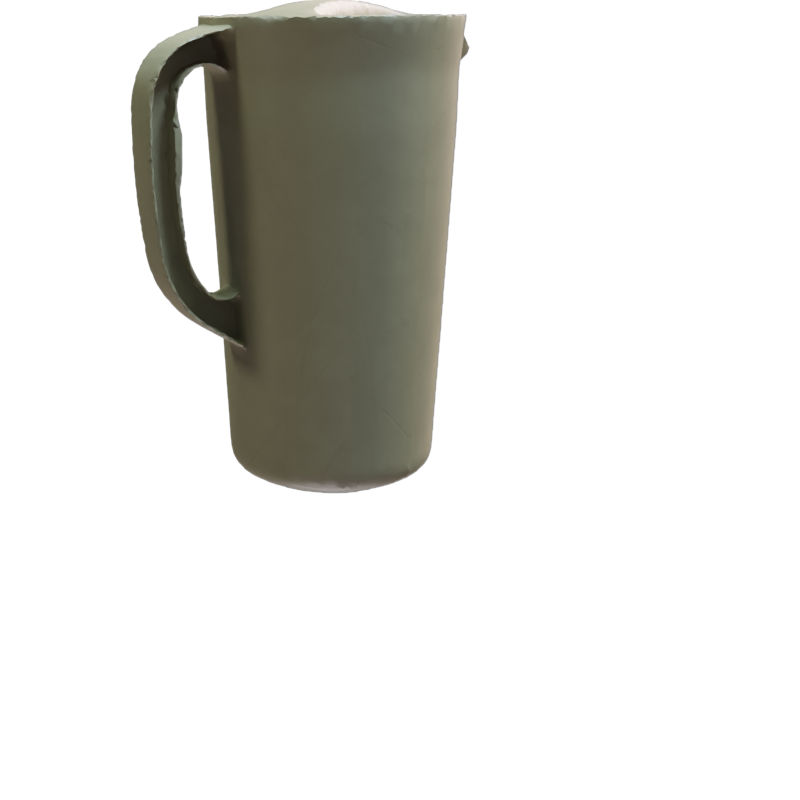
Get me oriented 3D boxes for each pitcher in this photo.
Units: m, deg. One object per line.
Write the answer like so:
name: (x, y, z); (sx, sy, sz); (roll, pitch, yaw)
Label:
pitcher: (-0.045, -0.081, 0.569); (0.151, 0.236, 0.147); (3, 14, 9)
